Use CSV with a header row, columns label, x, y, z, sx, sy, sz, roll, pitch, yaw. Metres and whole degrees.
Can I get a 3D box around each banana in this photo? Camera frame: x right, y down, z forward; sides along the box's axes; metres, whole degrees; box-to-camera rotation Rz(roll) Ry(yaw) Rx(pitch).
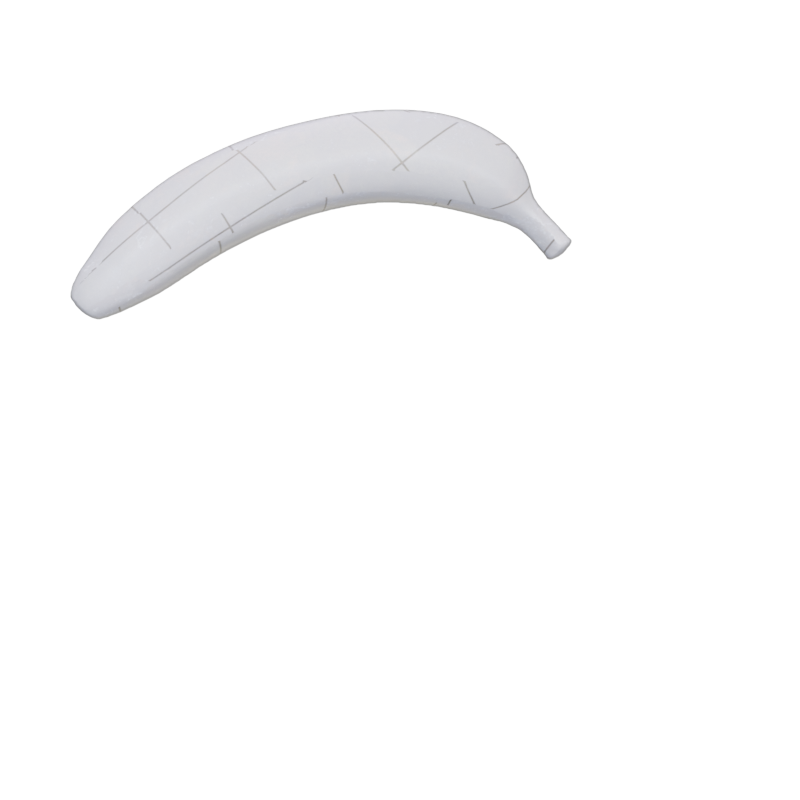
label,x,y,z,sx,sy,sz,roll,pitch,yaw
banana,-0.034,-0.079,0.440,0.197,0.074,0.035,-9,-25,-4
